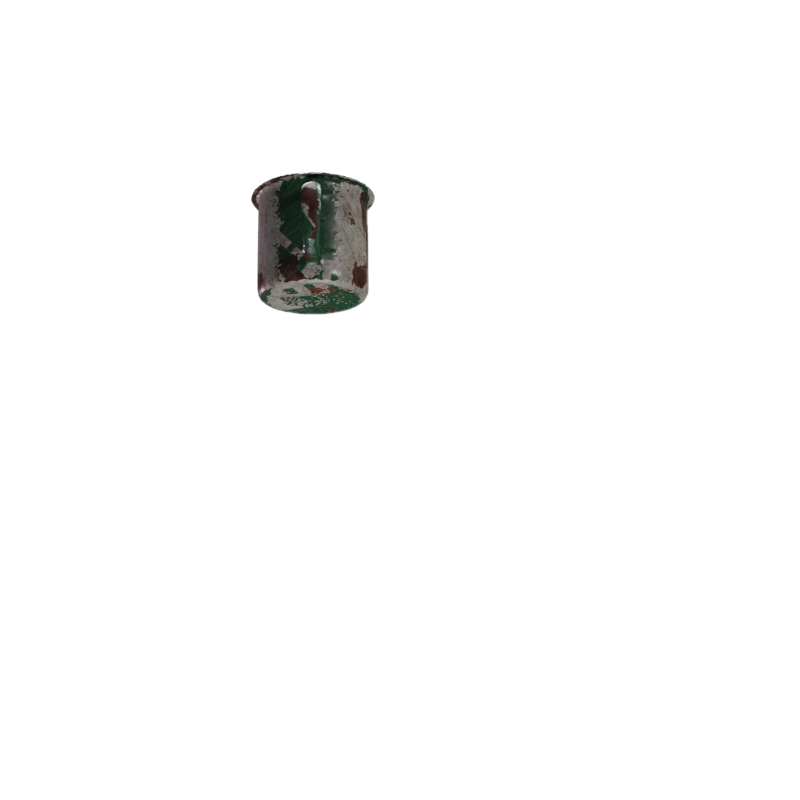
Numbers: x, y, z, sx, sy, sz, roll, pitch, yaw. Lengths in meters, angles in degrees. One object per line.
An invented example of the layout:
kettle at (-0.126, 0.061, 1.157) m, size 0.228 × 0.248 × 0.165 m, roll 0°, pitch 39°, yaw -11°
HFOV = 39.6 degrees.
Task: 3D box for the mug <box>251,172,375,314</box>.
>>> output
mug at (-0.063, -0.116, 0.810) m, size 0.093 × 0.085 × 0.113 m, roll 1°, pitch -17°, yaw -4°
